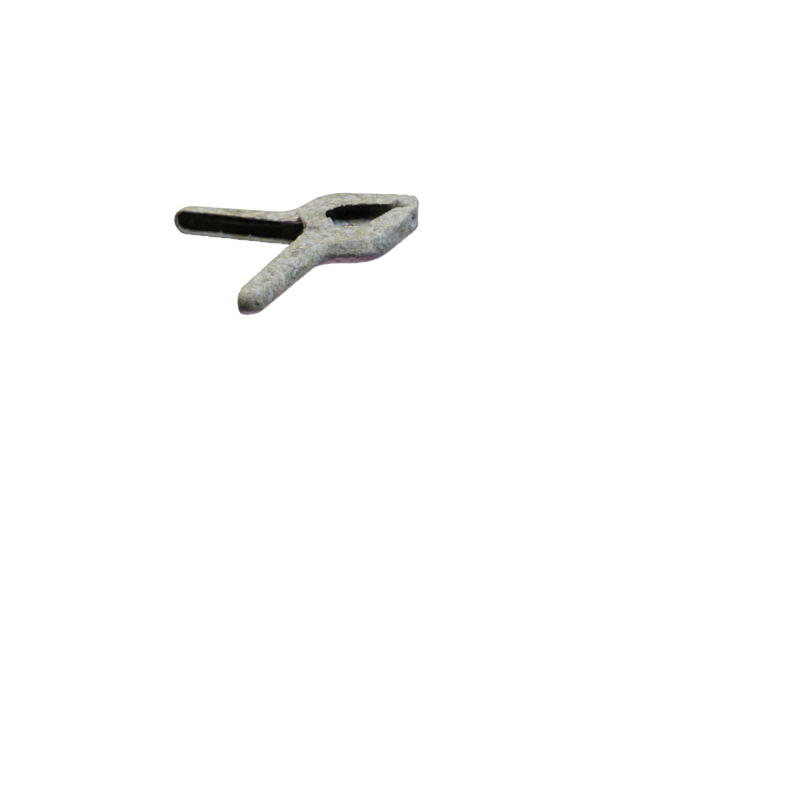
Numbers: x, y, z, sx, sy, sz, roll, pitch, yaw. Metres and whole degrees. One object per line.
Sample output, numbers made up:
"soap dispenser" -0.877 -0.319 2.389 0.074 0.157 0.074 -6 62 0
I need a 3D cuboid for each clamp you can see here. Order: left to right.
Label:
"clamp" -0.074 -0.135 0.946 0.207 0.034 0.178 -12 38 -16
